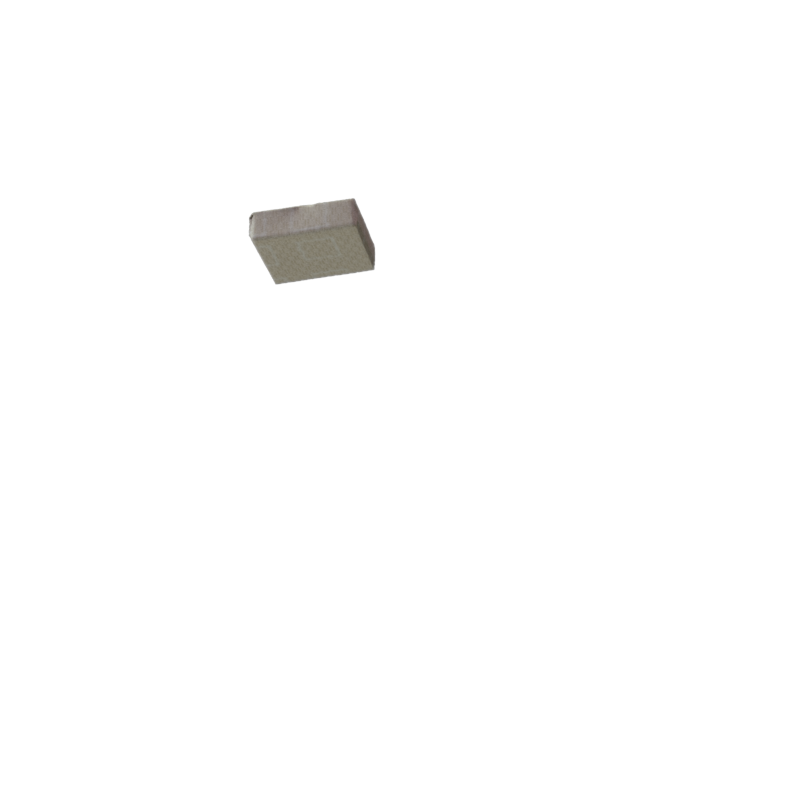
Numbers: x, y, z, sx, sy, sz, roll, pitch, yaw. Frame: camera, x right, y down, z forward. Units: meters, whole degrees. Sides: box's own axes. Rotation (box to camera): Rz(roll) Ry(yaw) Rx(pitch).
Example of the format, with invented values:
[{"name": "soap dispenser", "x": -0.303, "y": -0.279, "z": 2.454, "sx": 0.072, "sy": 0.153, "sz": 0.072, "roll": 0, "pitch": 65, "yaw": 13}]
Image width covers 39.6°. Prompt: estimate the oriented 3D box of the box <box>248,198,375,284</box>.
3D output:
[{"name": "box", "x": -0.071, "y": -0.129, "z": 0.904, "sx": 0.090, "sy": 0.032, "sz": 0.068, "roll": -6, "pitch": -27, "yaw": 12}]
